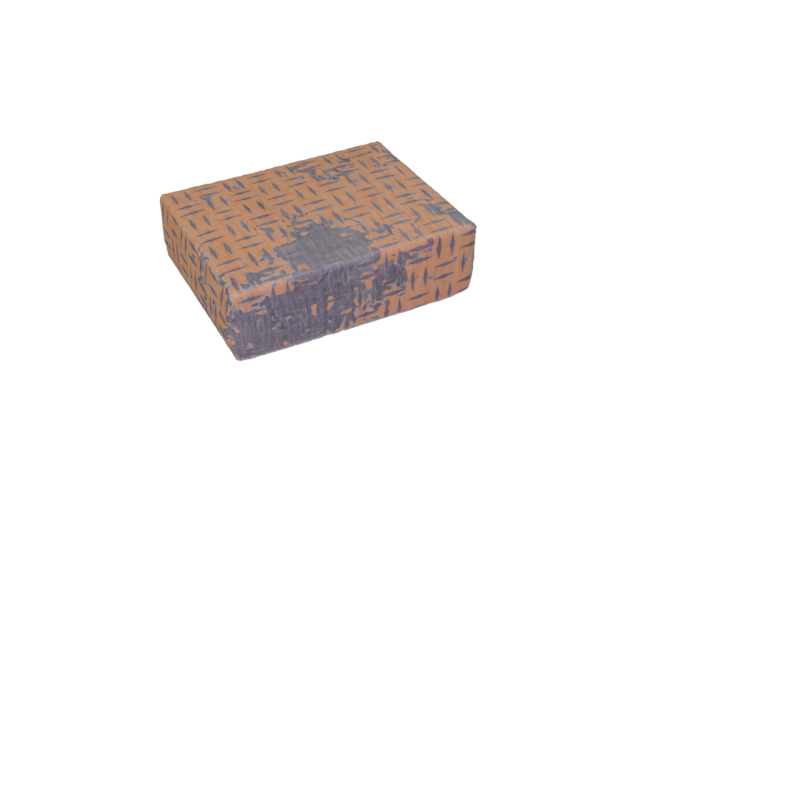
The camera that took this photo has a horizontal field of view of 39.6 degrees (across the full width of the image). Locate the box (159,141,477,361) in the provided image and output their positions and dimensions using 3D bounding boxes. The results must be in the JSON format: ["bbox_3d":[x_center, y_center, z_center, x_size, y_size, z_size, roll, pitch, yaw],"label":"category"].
[{"bbox_3d":[-0.038,-0.069,0.483,0.112,0.036,0.097,-17,40,-21],"label":"box"}]
